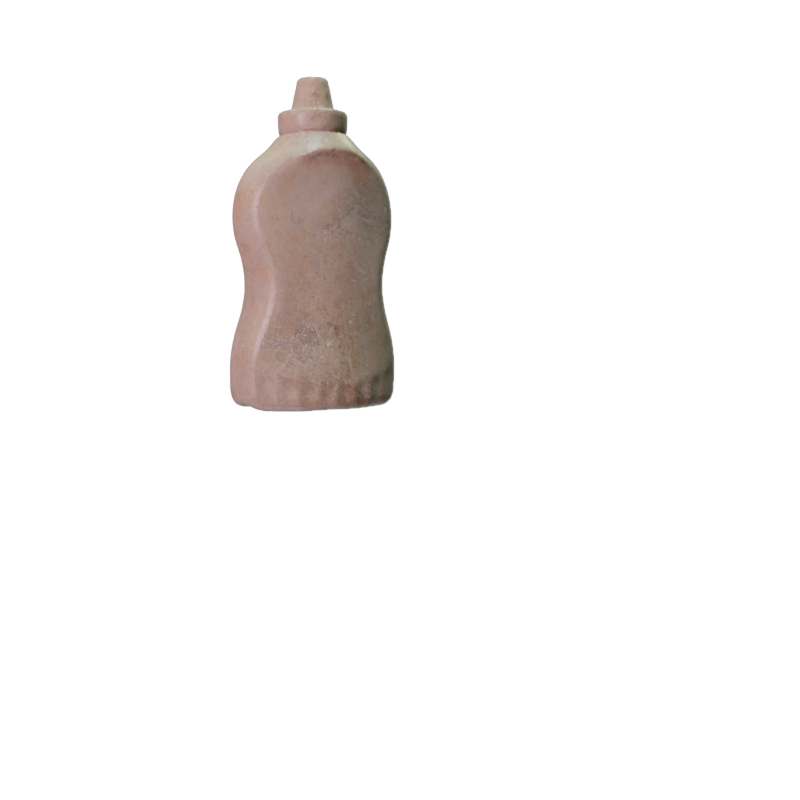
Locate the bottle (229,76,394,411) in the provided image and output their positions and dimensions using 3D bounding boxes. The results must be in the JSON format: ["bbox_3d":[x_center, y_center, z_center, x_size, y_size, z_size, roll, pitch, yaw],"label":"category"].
[{"bbox_3d":[-0.051,-0.092,0.647,0.093,0.193,0.060,0,-2,-28],"label":"bottle"}]
